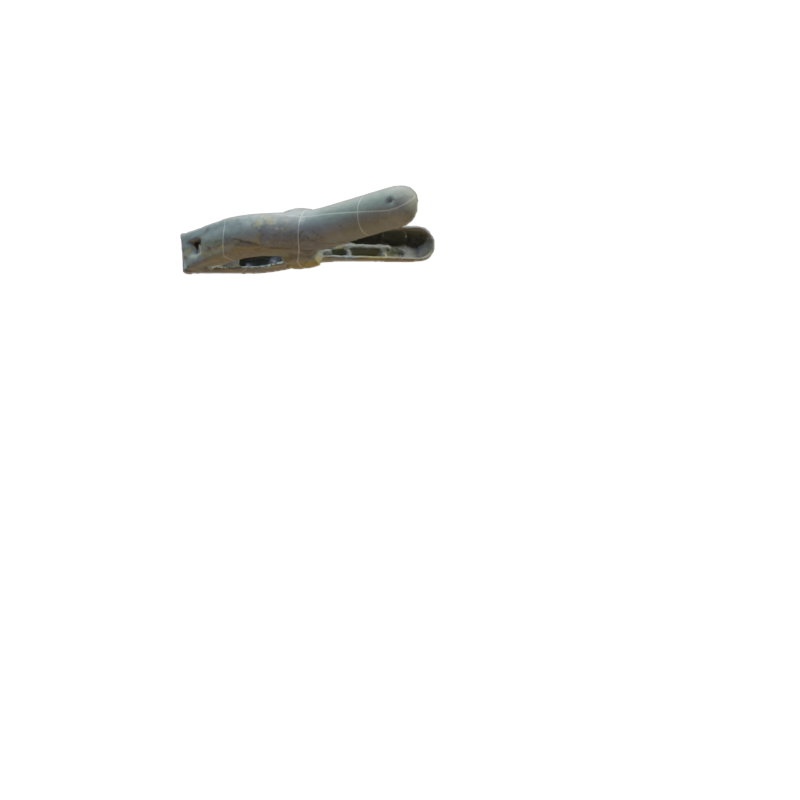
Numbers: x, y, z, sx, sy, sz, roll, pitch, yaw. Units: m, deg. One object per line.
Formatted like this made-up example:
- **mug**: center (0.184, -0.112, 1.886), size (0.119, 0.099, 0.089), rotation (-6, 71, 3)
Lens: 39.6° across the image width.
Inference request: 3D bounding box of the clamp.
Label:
- **clamp**: center (-0.058, -0.106, 0.740), size (0.175, 0.041, 0.113), rotation (-4, -13, 18)
